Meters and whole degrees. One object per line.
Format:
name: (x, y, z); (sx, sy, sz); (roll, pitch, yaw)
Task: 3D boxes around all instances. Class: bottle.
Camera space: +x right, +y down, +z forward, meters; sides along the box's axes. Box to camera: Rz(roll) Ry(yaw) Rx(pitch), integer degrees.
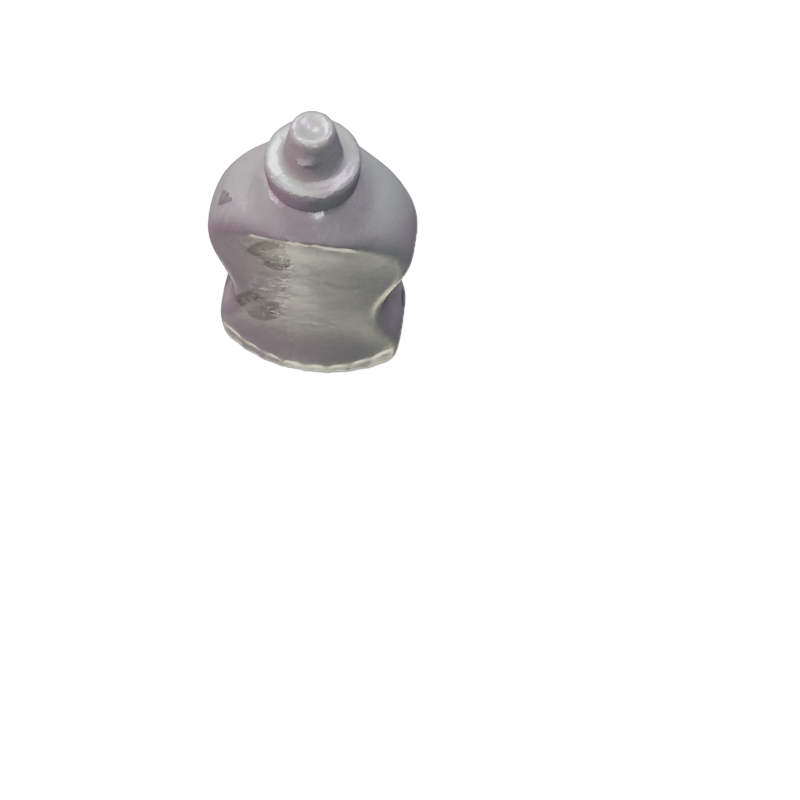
bottle: (-0.041, -0.075, 0.526); (0.097, 0.061, 0.181); (12, -23, 2)
